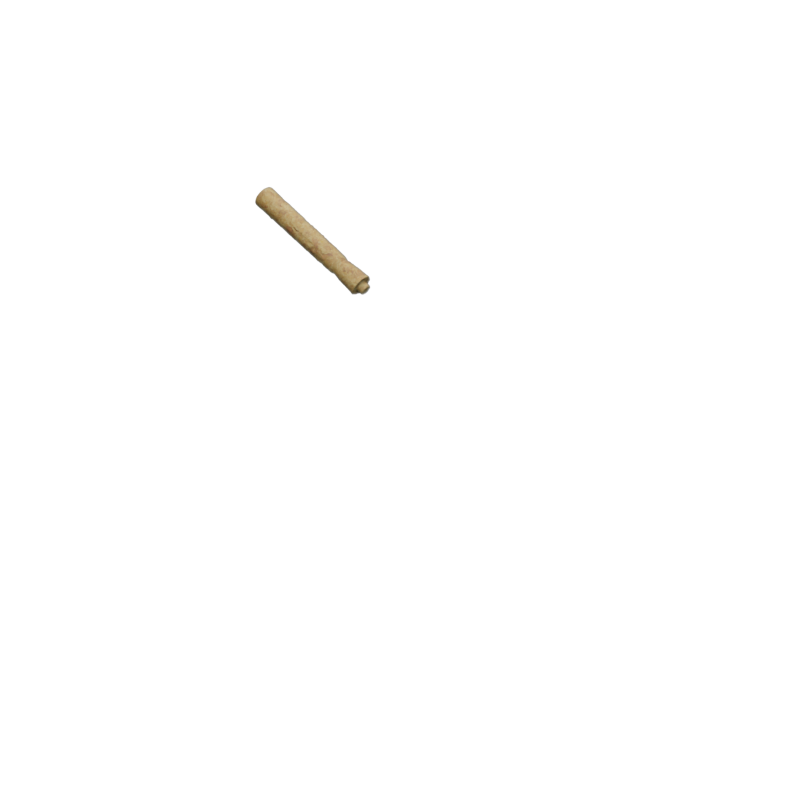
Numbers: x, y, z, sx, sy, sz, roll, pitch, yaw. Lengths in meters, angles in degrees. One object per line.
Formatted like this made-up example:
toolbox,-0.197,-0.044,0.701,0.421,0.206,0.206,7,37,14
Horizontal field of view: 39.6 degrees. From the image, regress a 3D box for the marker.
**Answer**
marker,-0.069,-0.125,0.877,0.128,0.019,0.019,44,22,22
